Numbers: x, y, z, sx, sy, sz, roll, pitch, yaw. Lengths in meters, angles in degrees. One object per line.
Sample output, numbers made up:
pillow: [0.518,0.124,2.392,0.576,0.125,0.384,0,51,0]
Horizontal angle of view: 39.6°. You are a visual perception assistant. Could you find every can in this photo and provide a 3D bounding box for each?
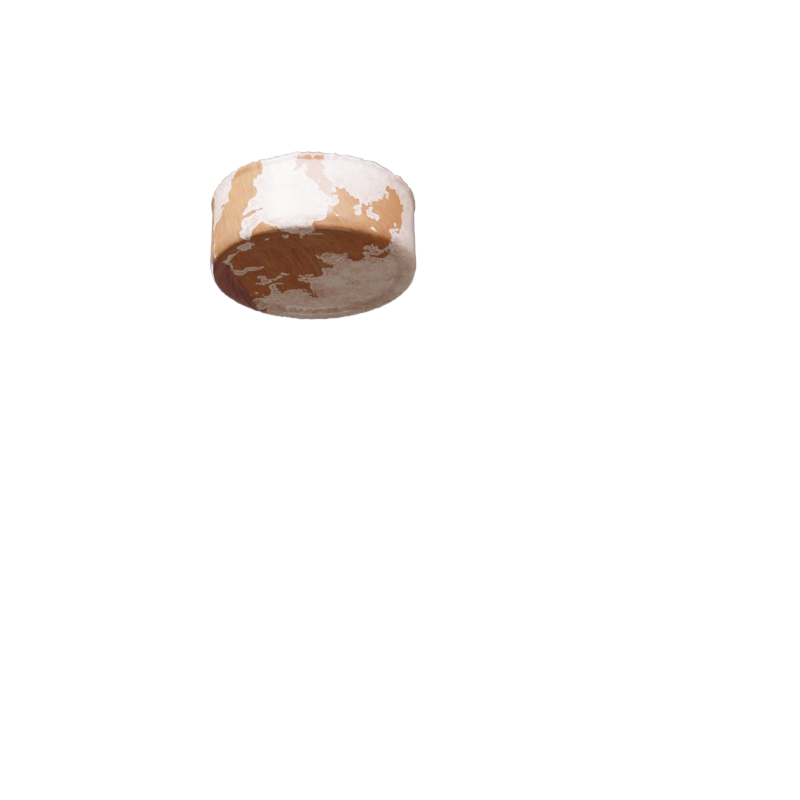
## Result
can: [-0.036,-0.066,0.459,0.086,0.035,0.081,1,-23,-2]
